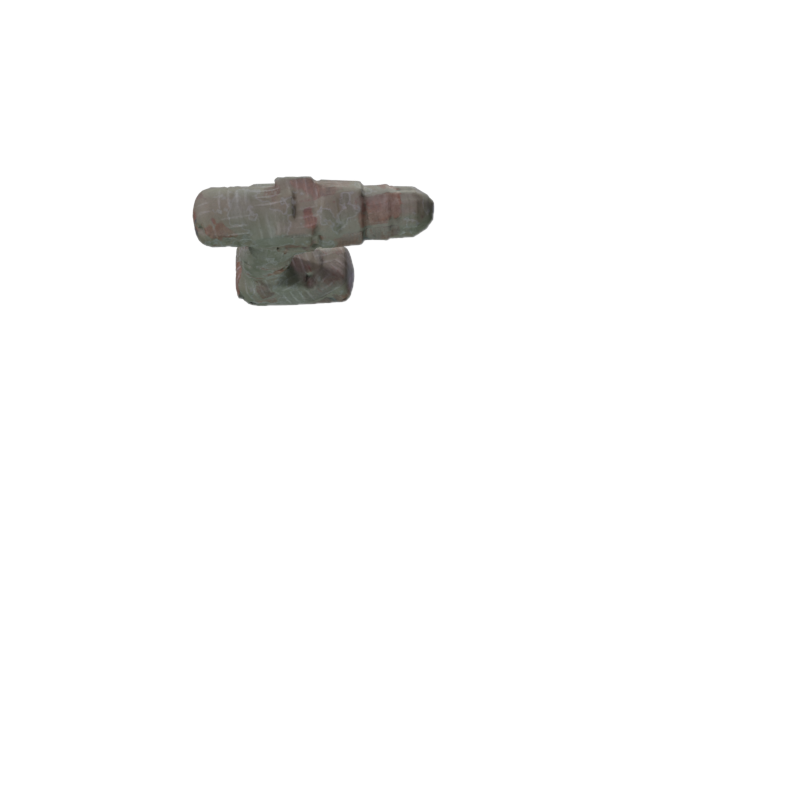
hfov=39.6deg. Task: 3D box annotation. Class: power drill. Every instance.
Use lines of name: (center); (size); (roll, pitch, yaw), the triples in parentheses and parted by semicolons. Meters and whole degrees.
power drill: (-0.072, -0.131, 0.914); (0.184, 0.060, 0.181); (0, -14, -2)
